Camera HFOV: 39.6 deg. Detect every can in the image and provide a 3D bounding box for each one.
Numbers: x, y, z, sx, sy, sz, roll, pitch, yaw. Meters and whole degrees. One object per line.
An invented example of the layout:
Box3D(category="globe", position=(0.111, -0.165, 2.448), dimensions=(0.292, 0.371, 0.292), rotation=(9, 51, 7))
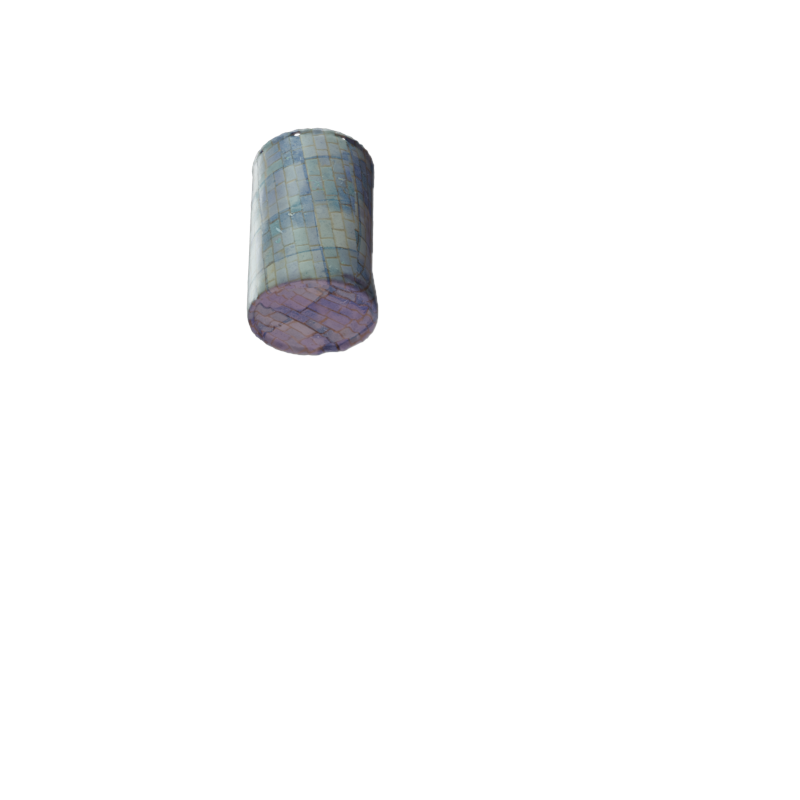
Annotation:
Box3D(category="can", position=(-0.046, -0.083, 0.582), dimensions=(0.068, 0.109, 0.064), rotation=(-1, -36, -2))
